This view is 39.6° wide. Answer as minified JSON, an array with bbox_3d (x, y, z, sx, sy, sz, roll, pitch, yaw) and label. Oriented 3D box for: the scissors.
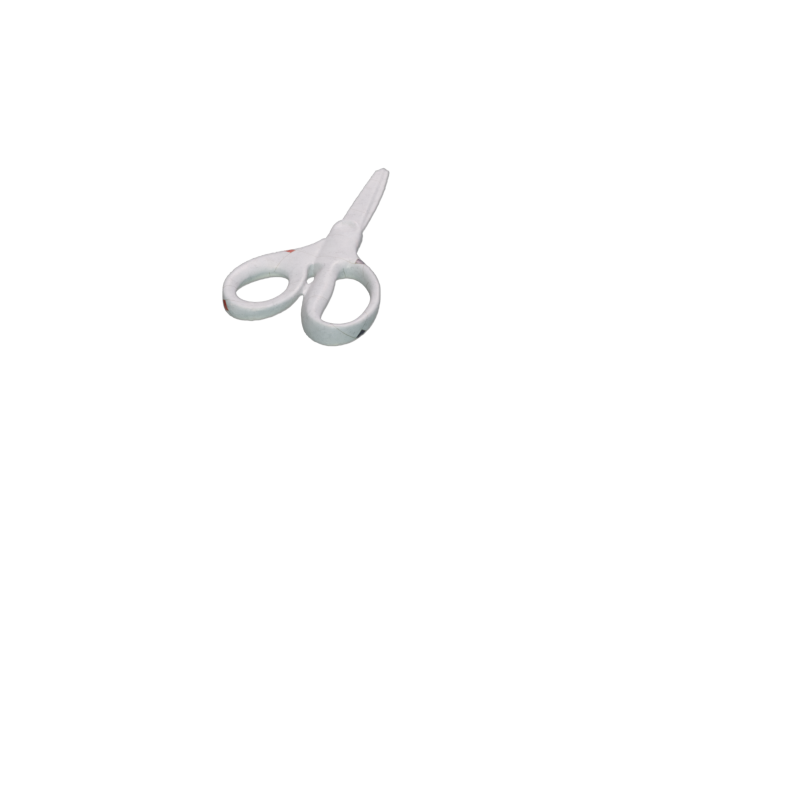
[{"bbox_3d":[-0.052,-0.094,0.661,0.096,0.015,0.215,-1,35,-1],"label":"scissors"}]
